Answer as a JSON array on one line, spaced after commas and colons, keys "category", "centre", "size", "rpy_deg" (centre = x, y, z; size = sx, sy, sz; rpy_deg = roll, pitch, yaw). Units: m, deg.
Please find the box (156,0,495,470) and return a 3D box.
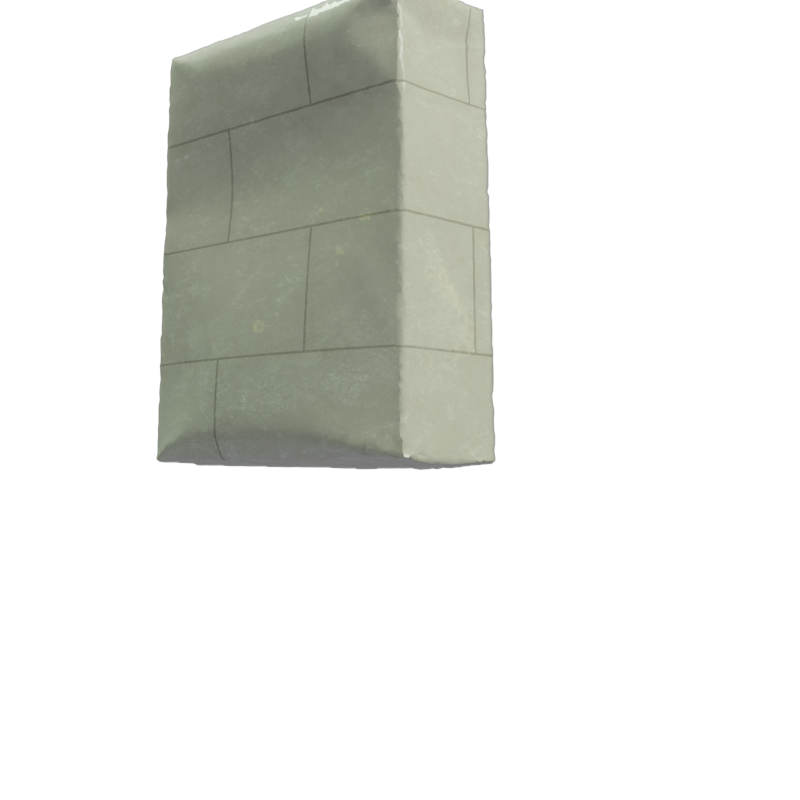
[{"category": "box", "centre": [-0.042, -0.076, 0.536], "size": [0.169, 0.219, 0.068], "rpy_deg": [-7, -11, 41]}]
